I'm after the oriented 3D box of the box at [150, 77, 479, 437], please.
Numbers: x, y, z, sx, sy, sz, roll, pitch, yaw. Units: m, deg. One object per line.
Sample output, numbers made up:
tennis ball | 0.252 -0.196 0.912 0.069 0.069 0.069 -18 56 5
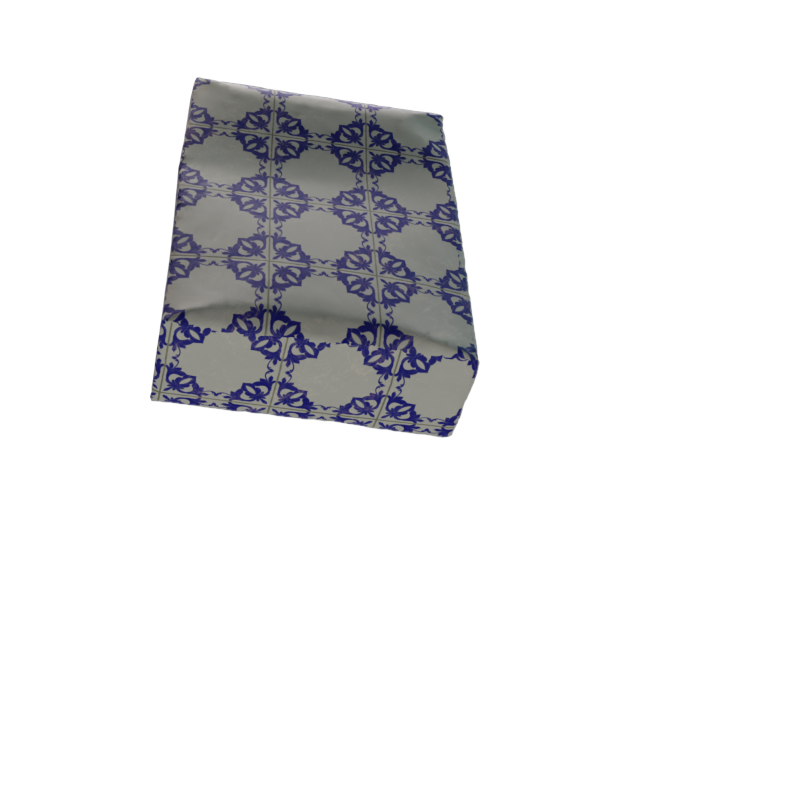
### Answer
box | -0.050 -0.091 0.637 0.162 0.230 0.068 6 -44 -10
